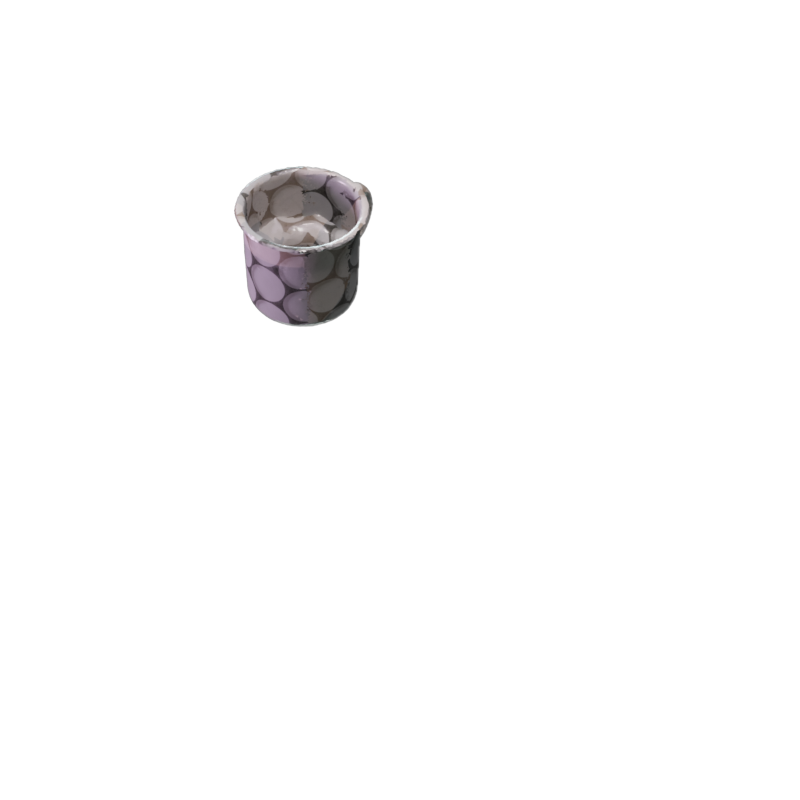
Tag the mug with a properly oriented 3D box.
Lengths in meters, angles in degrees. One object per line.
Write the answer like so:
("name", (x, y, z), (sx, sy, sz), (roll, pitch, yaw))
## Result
("mug", (-0.062, -0.114, 0.798), (0.099, 0.076, 0.119), (30, 52, 25))
